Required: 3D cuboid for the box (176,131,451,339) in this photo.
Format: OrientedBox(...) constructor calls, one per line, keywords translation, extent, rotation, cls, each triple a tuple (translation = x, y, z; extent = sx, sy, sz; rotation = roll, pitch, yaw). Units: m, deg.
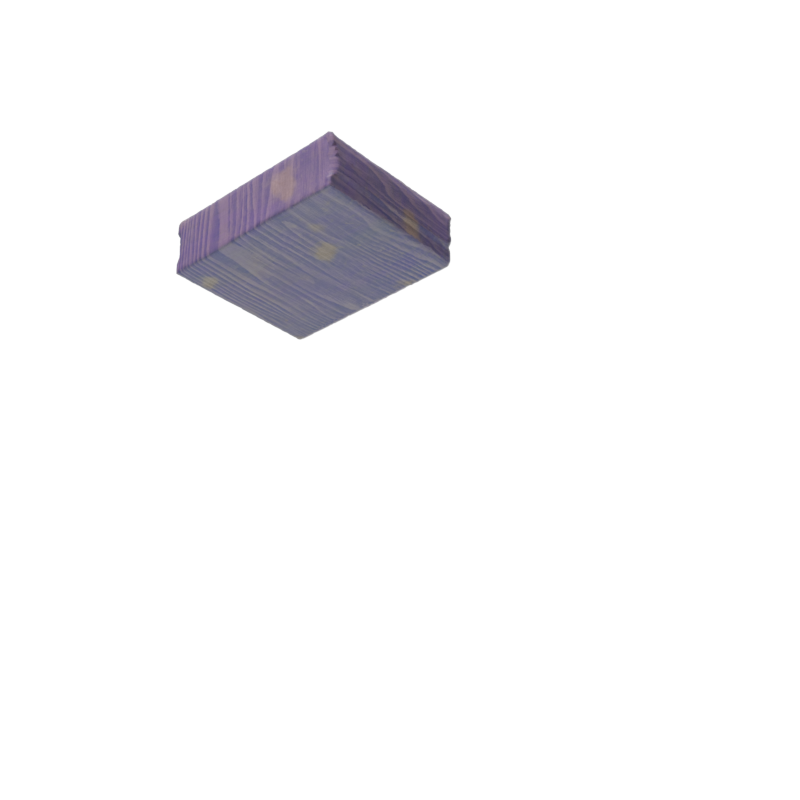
OrientedBox(translation=(-0.035, -0.065, 0.453), extent=(0.089, 0.032, 0.068), rotation=(-25, -38, 35), cls="box")
